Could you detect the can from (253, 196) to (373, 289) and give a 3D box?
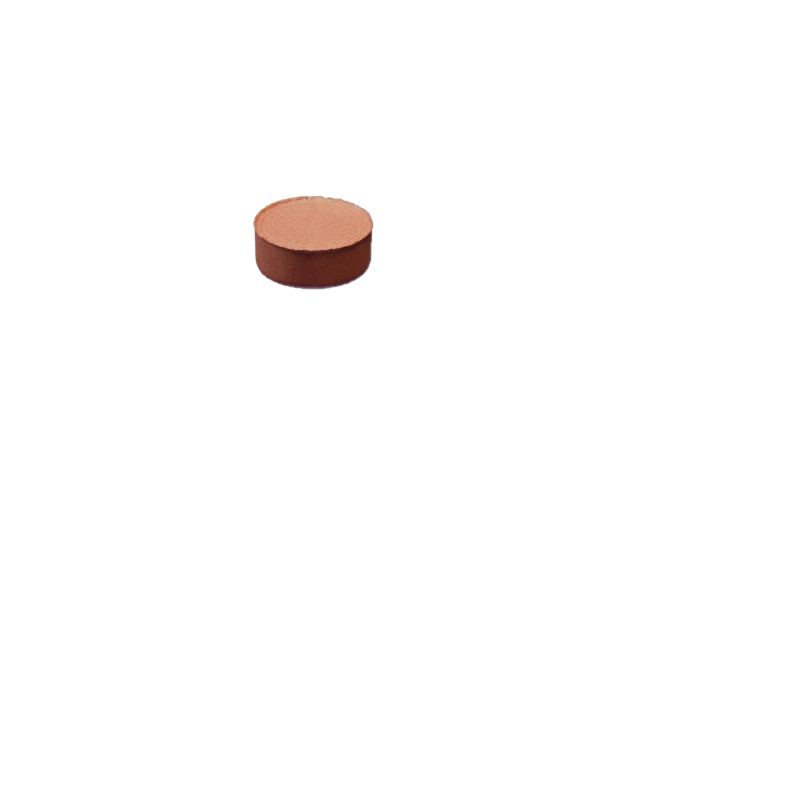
[{"bbox_3d":[-0.063,-0.114,0.799,0.086,0.032,0.091,-1,33,-2],"label":"can"}]
